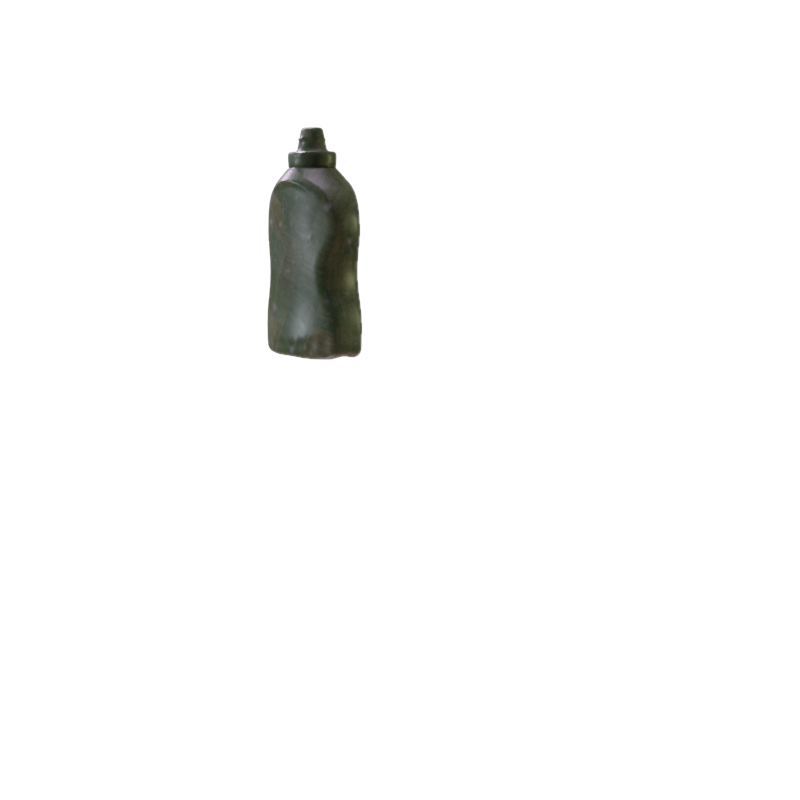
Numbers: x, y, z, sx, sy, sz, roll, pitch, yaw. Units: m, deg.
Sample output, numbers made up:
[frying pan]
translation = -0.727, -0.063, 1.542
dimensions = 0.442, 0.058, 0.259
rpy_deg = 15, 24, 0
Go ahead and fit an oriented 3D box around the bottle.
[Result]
[bottle]
translation = -0.074, -0.134, 0.937
dimensions = 0.056, 0.191, 0.100
rpy_deg = -1, 3, -38
